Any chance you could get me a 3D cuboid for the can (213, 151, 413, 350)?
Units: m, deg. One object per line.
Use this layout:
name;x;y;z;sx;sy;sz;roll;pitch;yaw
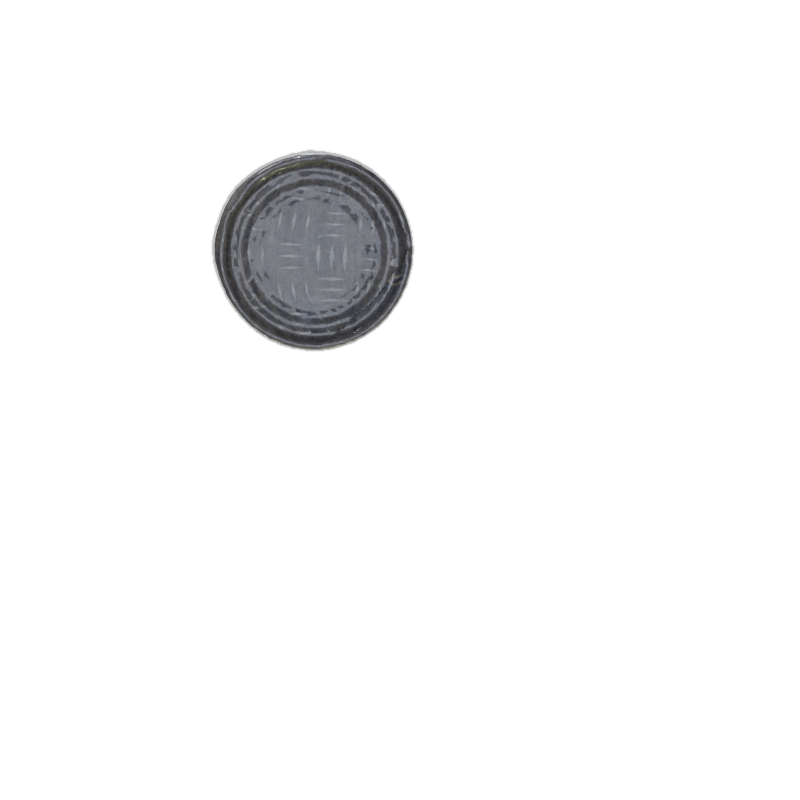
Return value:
can;-0.033;-0.059;0.416;0.068;0.067;0.104;0;10;-3
